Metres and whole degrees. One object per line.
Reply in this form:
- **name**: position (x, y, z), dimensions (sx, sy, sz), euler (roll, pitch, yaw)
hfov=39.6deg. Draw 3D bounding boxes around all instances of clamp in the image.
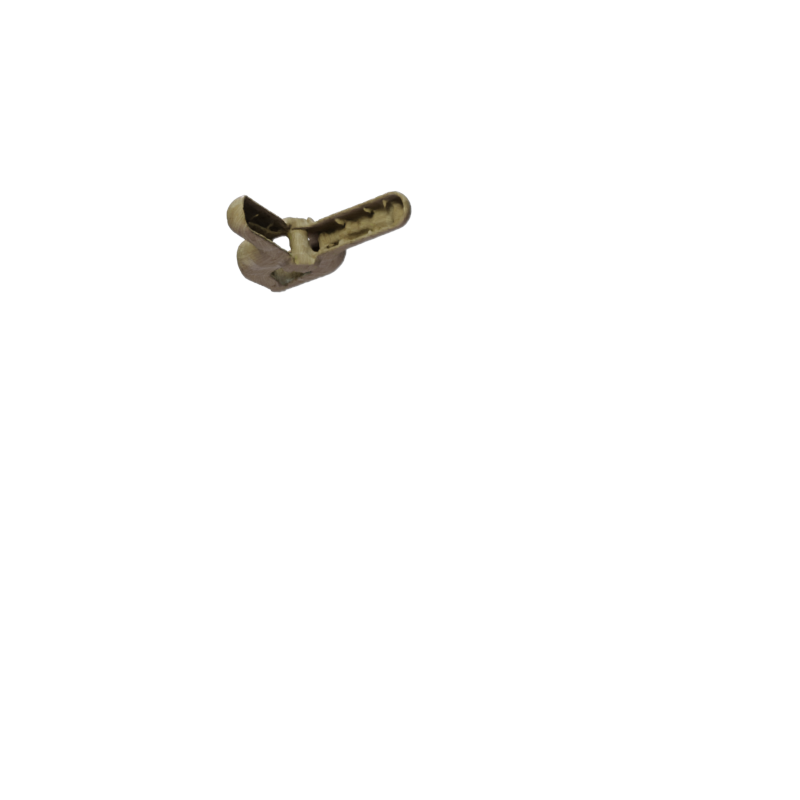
- **clamp**: position (-0.061, -0.110, 0.774), dimensions (0.119, 0.040, 0.168), euler (1, -7, -7)
